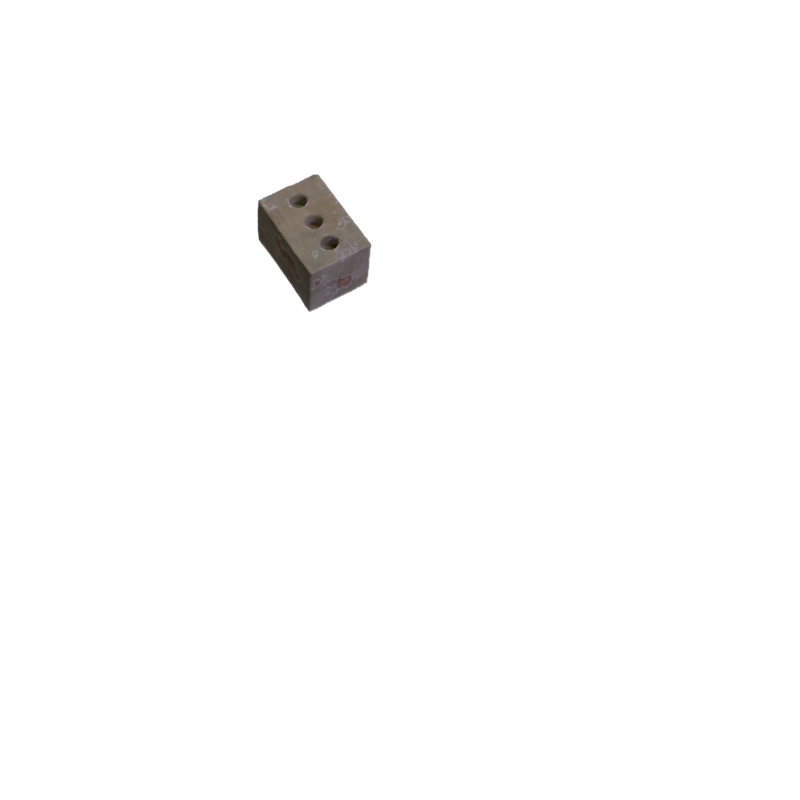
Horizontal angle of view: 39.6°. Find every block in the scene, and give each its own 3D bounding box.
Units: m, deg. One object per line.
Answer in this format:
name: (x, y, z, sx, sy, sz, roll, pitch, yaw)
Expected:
block: (-0.063, -0.115, 0.808, 0.053, 0.083, 0.048, -27, -28, -18)
